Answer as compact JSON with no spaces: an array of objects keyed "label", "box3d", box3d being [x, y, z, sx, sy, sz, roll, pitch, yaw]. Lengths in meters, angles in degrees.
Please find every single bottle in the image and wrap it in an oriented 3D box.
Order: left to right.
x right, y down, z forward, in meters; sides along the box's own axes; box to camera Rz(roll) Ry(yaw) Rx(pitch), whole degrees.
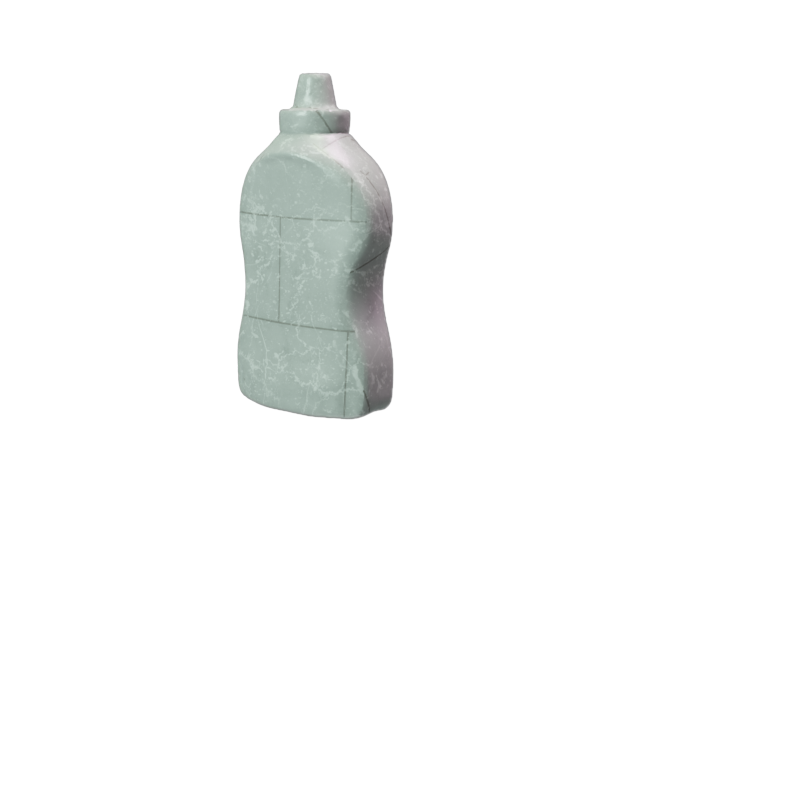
[{"label":"bottle","box3d":[-0.050,-0.091,0.639,0.100,0.189,0.057,7,9,38]}]
